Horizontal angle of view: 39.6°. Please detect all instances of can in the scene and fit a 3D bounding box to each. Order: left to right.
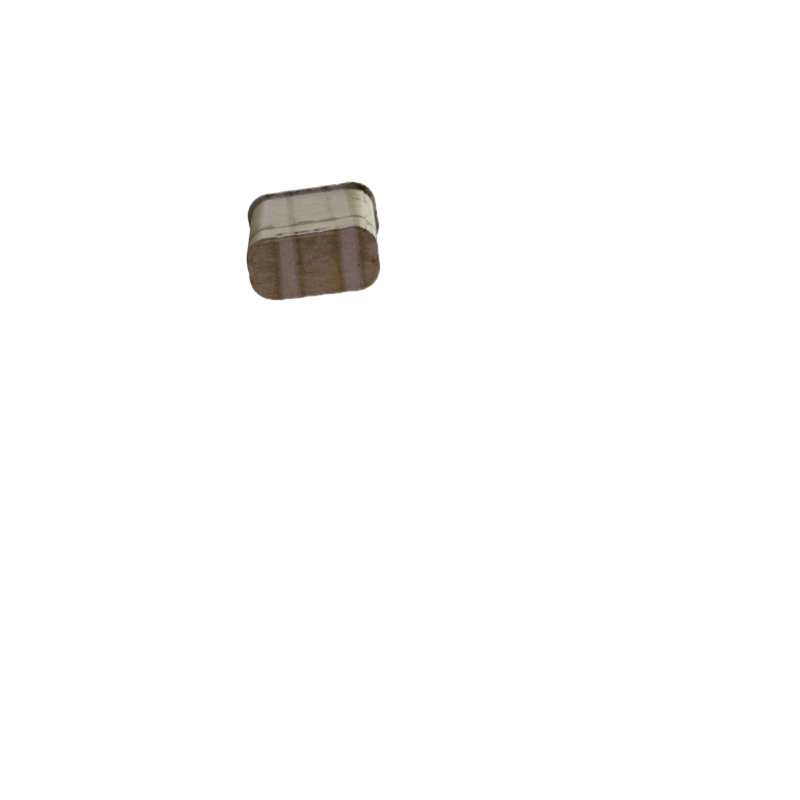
[{"bbox_3d":[-0.066,-0.120,0.839,0.102,0.054,0.089,-8,29,2],"label":"can"}]
